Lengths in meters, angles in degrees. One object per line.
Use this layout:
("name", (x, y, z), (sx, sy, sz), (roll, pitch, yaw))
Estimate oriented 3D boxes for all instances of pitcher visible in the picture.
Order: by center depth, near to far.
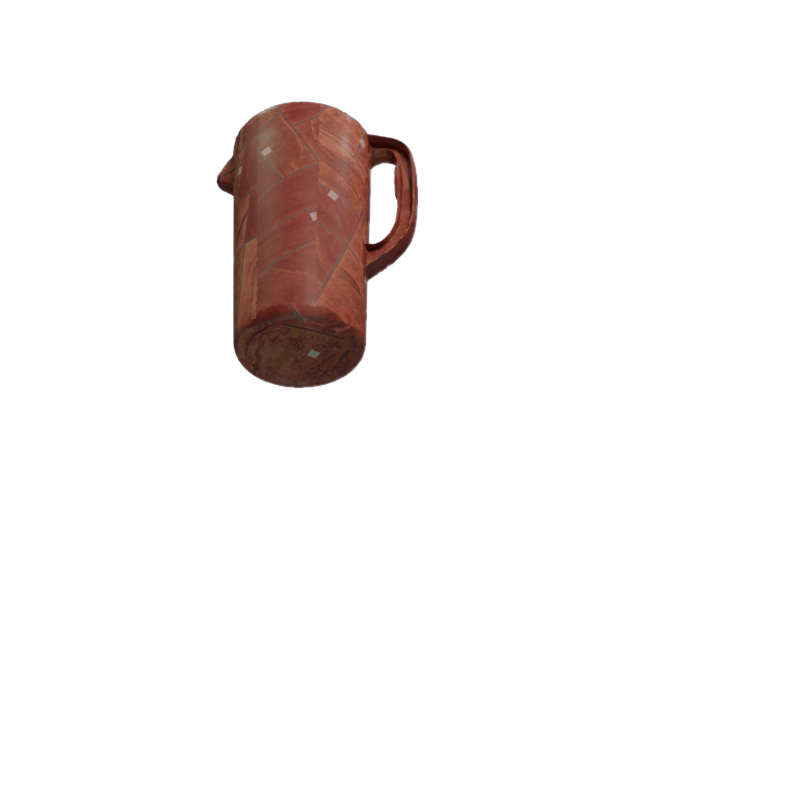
("pitcher", (-0.076, -0.138, 0.969), (0.138, 0.261, 0.146), (21, -44, -27))
